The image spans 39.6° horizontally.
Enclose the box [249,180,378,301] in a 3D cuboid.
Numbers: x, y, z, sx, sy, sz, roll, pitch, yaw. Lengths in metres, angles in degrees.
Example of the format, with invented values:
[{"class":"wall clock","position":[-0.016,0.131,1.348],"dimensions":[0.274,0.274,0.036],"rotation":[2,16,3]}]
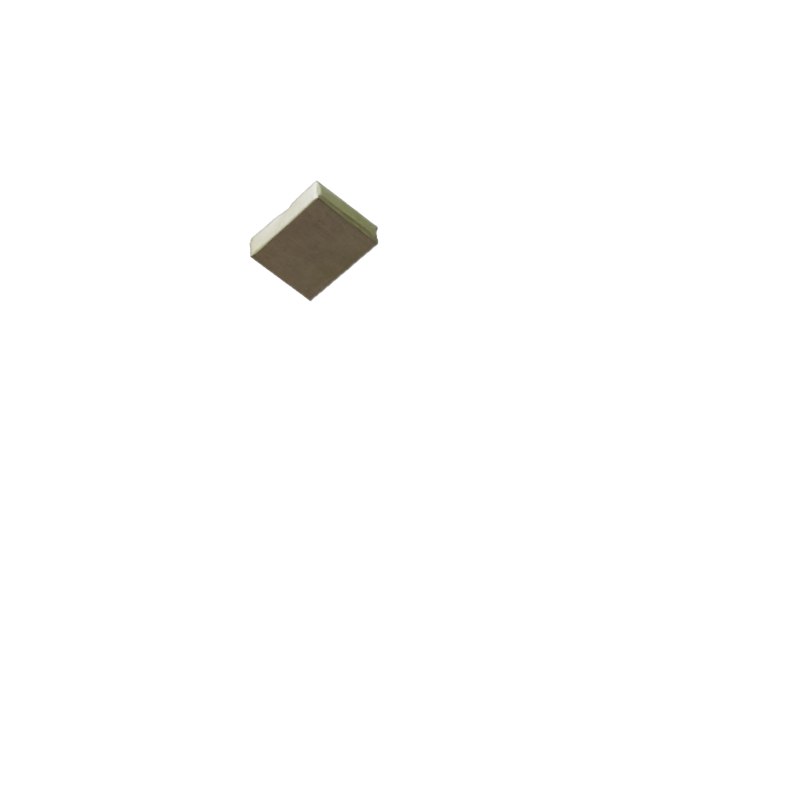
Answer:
[{"class":"box","position":[-0.075,-0.137,0.960],"dimensions":[0.069,0.032,0.088],"rotation":[36,-59,-27]}]
